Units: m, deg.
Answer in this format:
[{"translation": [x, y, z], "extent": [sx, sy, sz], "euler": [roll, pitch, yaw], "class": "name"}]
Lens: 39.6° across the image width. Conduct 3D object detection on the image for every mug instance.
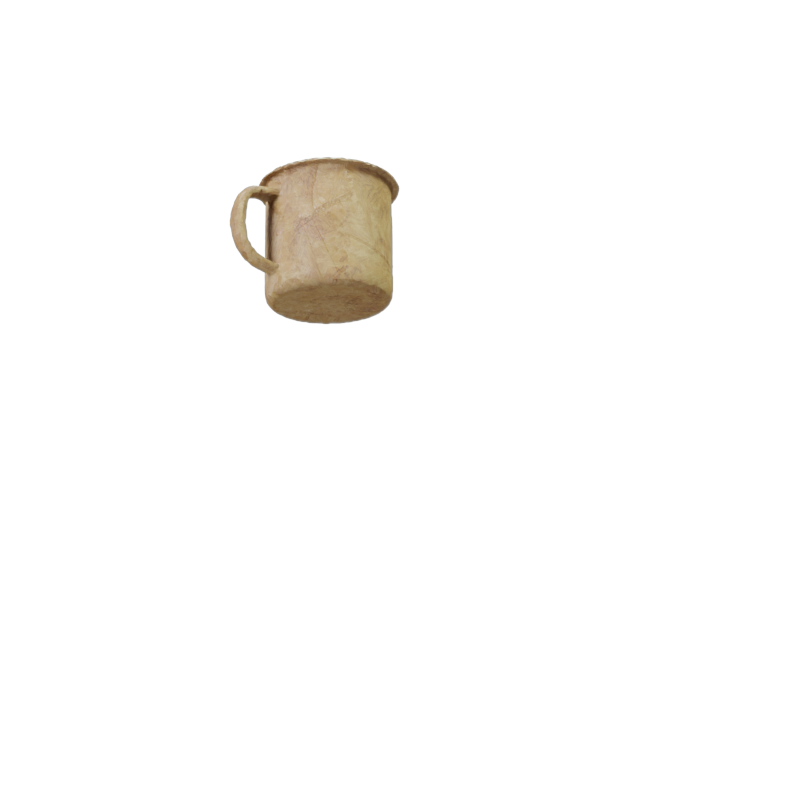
[{"translation": [-0.055, -0.101, 0.709], "extent": [0.111, 0.086, 0.093], "euler": [13, -24, -35], "class": "mug"}]
